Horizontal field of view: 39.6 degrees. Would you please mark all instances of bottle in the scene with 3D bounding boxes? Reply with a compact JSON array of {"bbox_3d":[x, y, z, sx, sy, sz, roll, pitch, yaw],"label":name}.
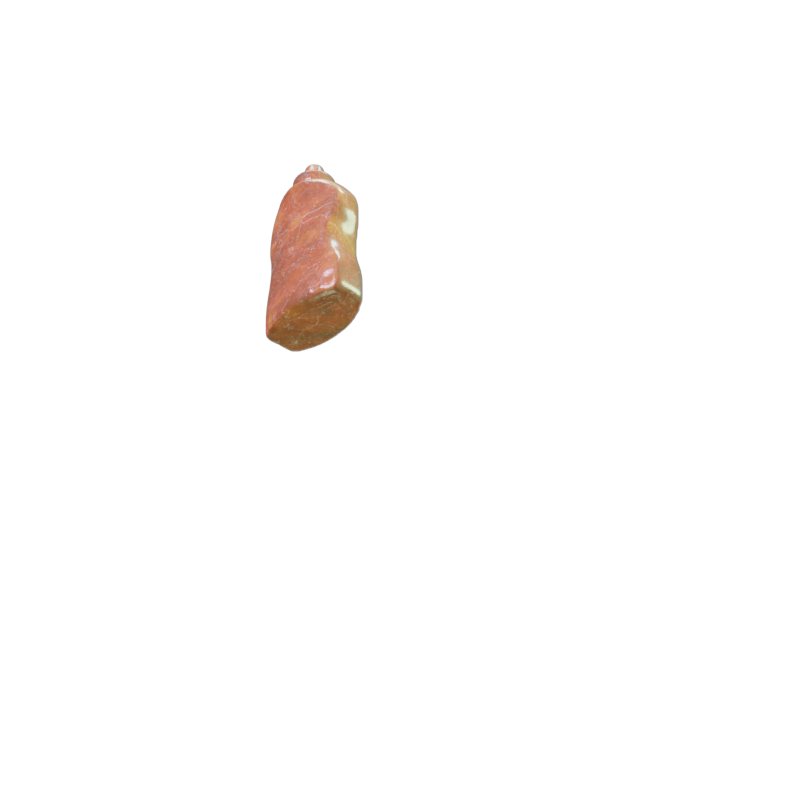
[{"bbox_3d":[-0.078,-0.142,0.999,0.055,0.206,0.095,28,-49,-32],"label":"bottle"}]
